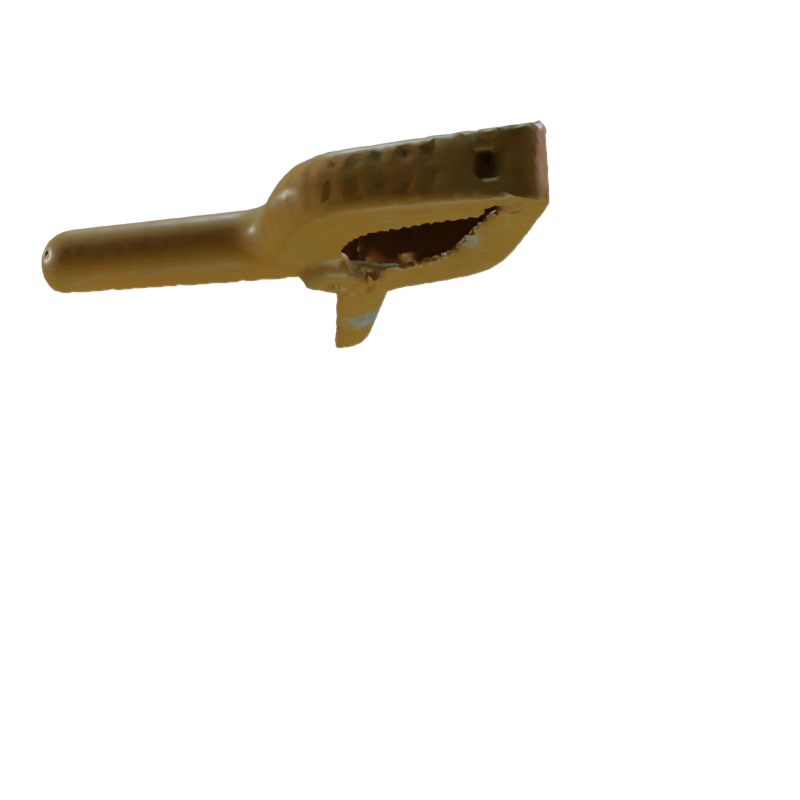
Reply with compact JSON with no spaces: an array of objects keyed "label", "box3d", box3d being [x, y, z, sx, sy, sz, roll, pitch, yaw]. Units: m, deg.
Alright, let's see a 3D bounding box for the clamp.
[{"label":"clamp","box3d":[-0.033,-0.061,0.424,0.157,0.038,0.211,7,-14,-32]}]
